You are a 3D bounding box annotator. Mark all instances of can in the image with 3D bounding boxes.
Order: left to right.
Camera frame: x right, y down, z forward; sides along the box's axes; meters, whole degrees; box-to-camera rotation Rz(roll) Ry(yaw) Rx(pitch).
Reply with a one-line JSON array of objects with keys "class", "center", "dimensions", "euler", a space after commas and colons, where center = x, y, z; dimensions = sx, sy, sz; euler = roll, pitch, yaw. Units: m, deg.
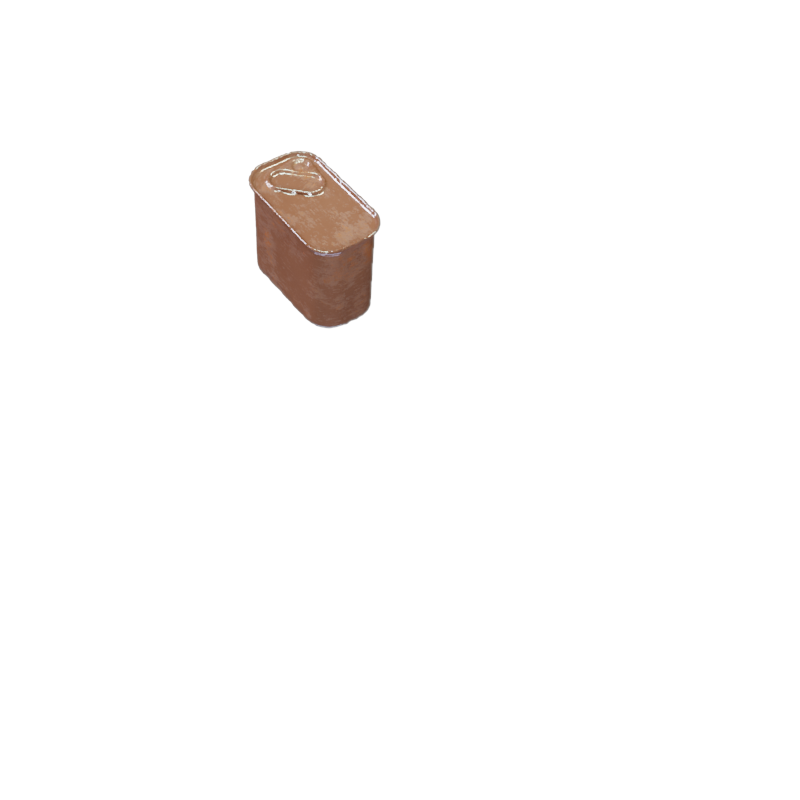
[{"class": "can", "center": [-0.061, -0.112, 0.784], "dimensions": [0.057, 0.078, 0.109], "euler": [-27, 55, -24]}]
